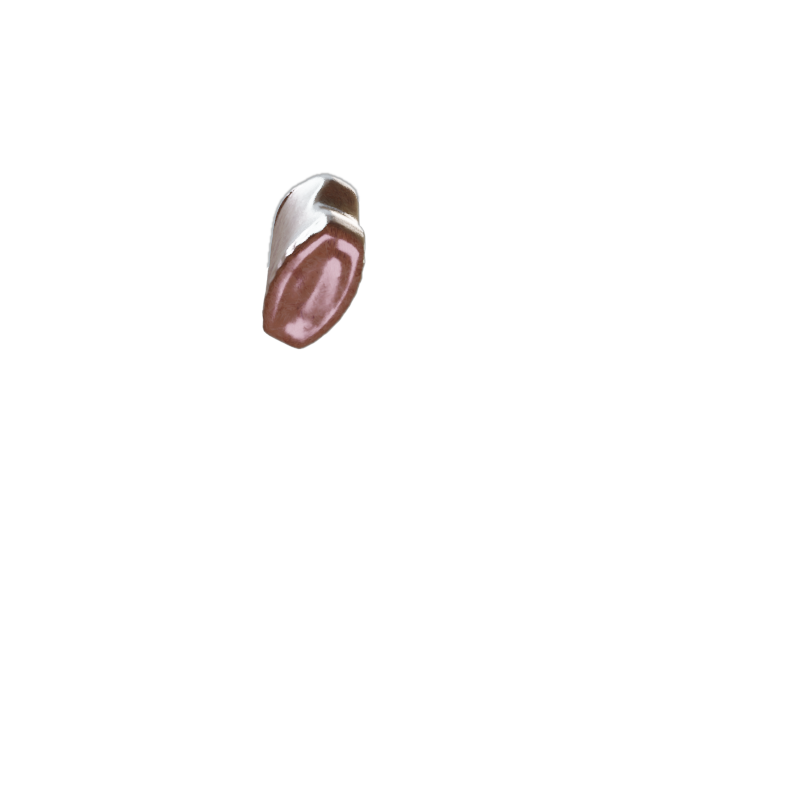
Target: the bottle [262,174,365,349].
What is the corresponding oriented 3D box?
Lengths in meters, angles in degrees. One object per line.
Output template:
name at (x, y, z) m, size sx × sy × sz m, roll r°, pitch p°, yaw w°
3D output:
bottle at (-0.067, -0.121, 0.847) m, size 0.057 × 0.093 × 0.202 m, roll 25°, pitch 23°, yaw -16°
